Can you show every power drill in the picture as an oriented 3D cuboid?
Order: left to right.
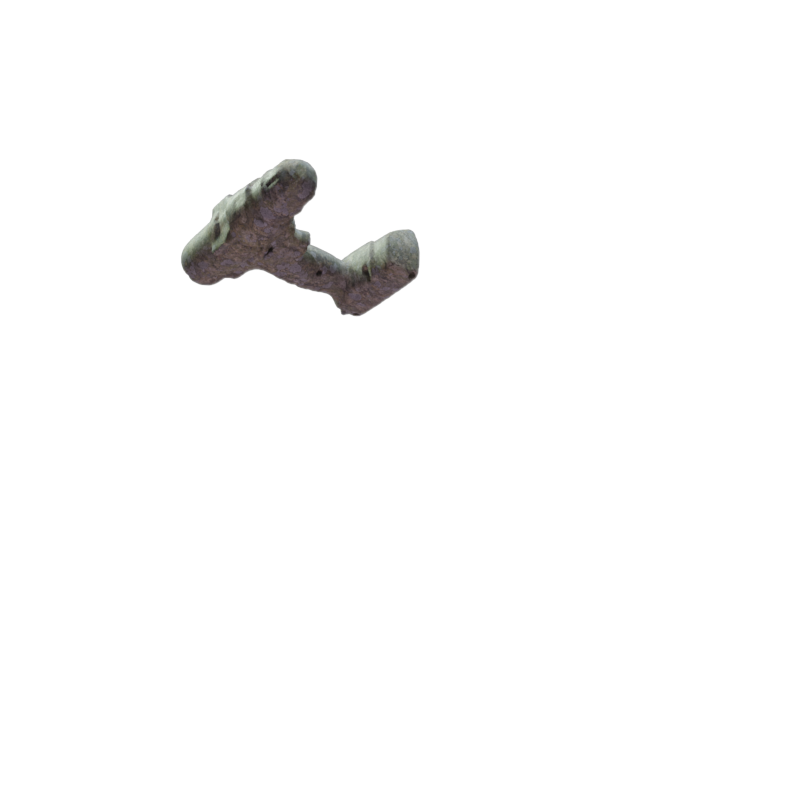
[{"bbox_3d":[-0.077,-0.141,0.985,0.178,0.061,0.183,16,-29,-33],"label":"power drill"}]
